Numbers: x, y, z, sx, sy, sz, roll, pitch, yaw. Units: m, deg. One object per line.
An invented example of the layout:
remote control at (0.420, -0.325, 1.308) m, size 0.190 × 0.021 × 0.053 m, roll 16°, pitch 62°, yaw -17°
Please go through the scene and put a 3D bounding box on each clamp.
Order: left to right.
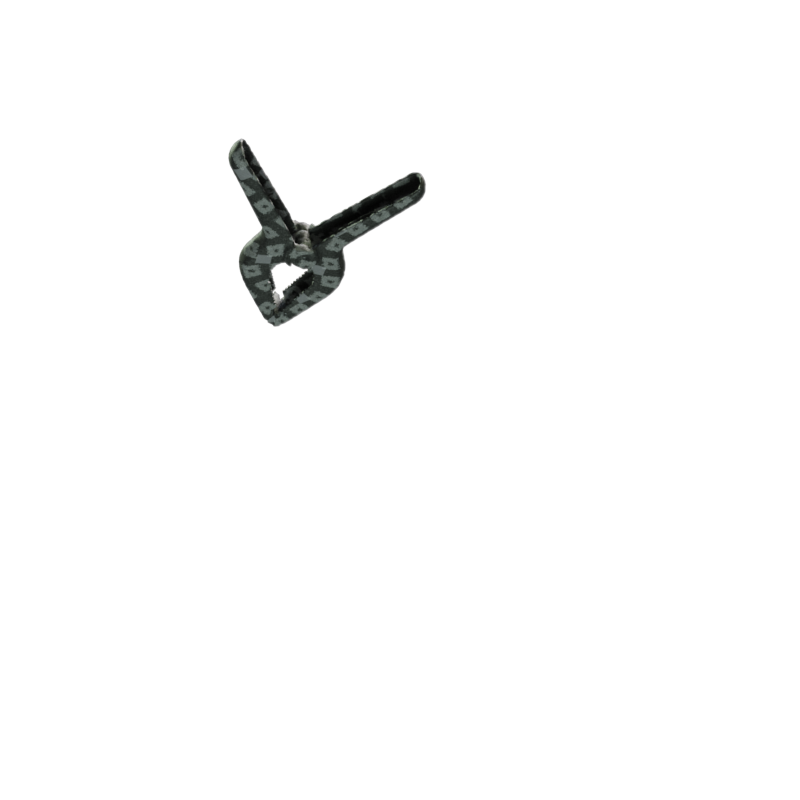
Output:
clamp at (-0.075, -0.137, 0.962) m, size 0.162 × 0.039 × 0.198 m, roll 7°, pitch -39°, yaw -9°
